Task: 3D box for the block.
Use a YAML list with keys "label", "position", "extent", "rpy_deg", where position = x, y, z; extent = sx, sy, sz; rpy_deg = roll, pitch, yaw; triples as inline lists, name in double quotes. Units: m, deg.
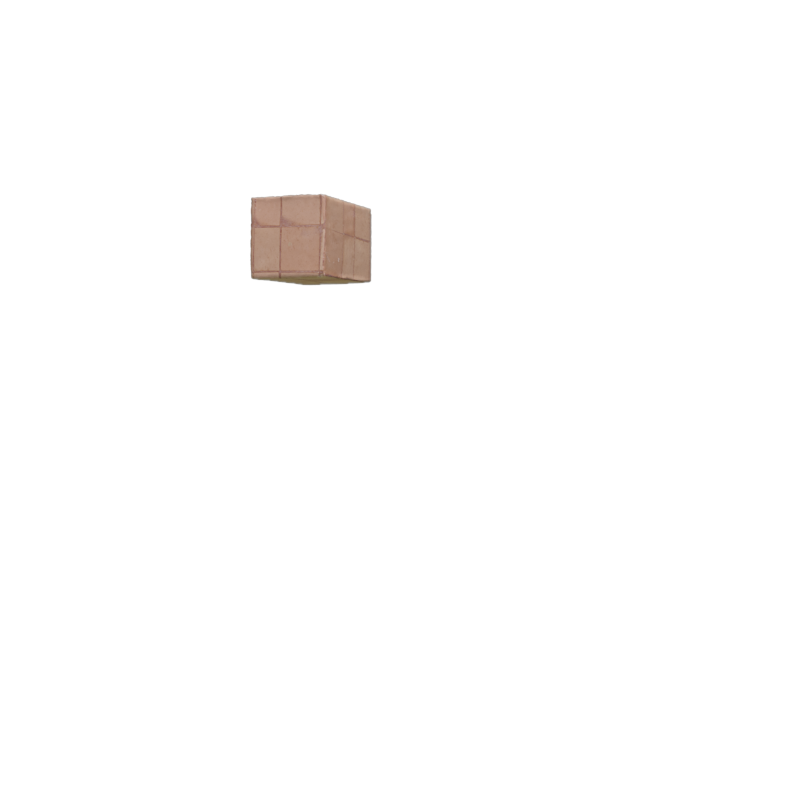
- label: "block"
  position: [-0.056, -0.101, 0.711]
  extent: [0.054, 0.052, 0.075]
  rpy_deg: [-1, 0, 21]
